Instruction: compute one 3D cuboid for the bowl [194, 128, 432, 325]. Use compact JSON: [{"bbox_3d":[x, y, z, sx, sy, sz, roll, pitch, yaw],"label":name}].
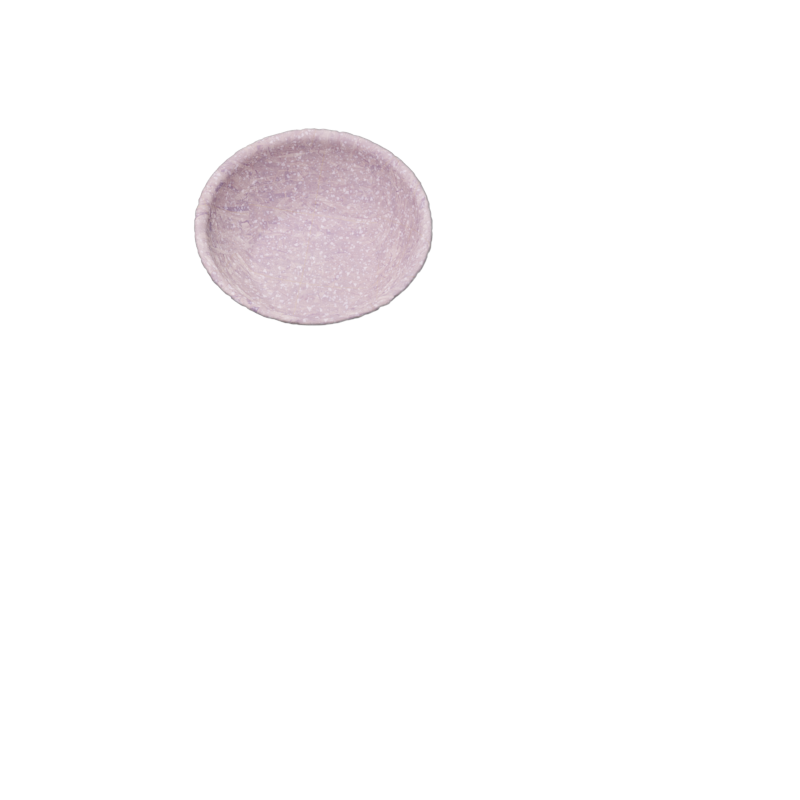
[{"bbox_3d":[-0.060,-0.110,0.768,0.162,0.173,0.052,-1,-32,-1],"label":"bowl"}]
